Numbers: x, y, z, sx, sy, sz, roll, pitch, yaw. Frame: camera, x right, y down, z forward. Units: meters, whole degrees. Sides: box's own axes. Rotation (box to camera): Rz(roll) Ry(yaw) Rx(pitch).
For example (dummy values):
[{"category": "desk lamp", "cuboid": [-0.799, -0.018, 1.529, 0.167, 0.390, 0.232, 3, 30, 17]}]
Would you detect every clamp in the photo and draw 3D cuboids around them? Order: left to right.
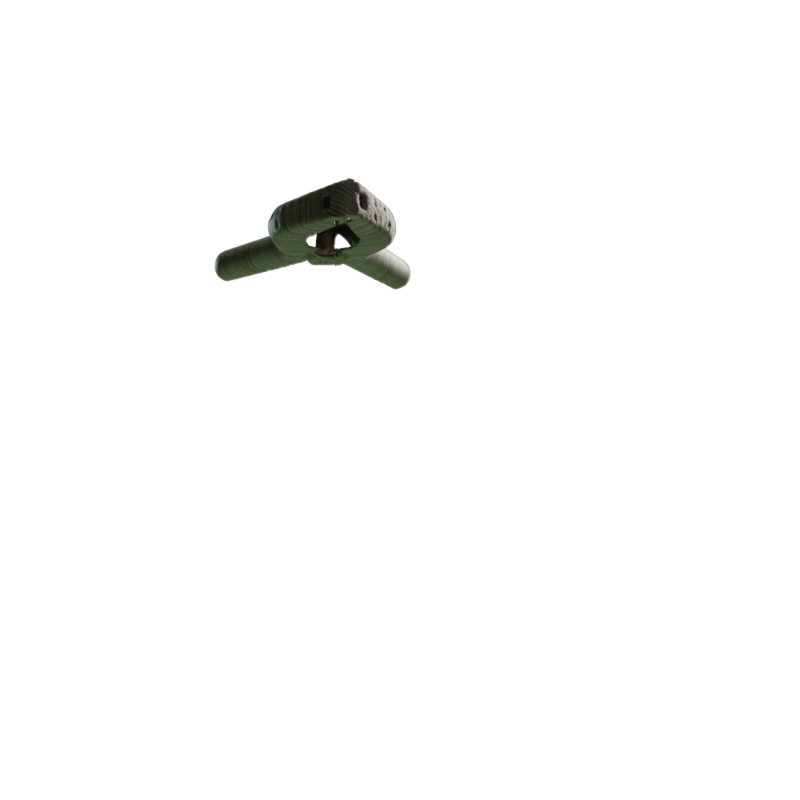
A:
[{"category": "clamp", "cuboid": [-0.067, -0.122, 0.853, 0.164, 0.038, 0.204, 0, -9, -3]}]
